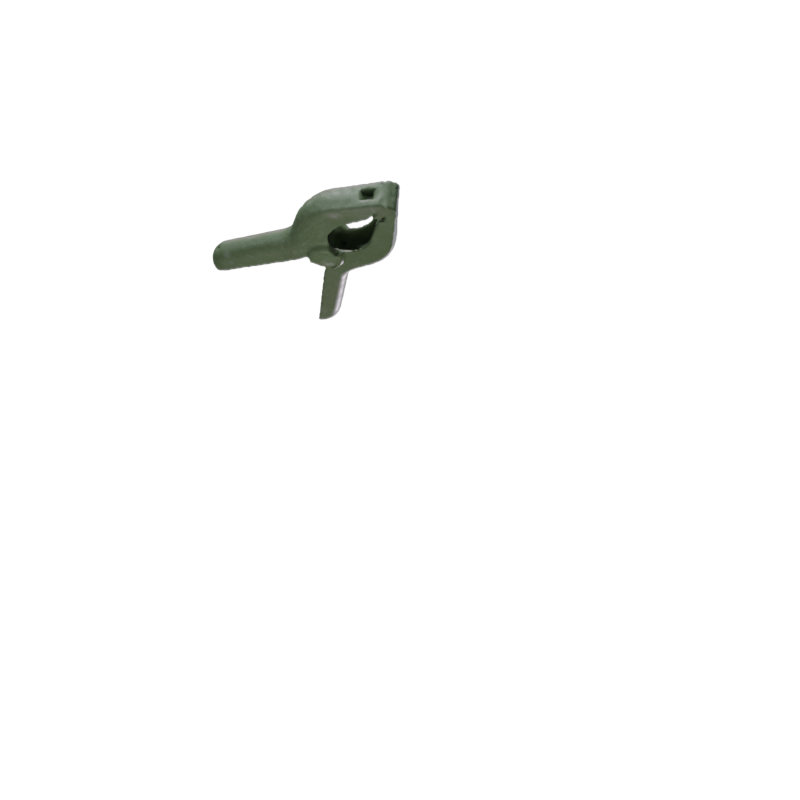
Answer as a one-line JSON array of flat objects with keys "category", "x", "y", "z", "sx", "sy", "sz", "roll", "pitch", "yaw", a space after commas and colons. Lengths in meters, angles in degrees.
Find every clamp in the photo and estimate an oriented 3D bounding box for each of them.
[{"category": "clamp", "x": -0.068, "y": -0.124, "z": 0.867, "sx": 0.115, "sy": 0.042, "sz": 0.167, "roll": 16, "pitch": -35, "yaw": -25}]
